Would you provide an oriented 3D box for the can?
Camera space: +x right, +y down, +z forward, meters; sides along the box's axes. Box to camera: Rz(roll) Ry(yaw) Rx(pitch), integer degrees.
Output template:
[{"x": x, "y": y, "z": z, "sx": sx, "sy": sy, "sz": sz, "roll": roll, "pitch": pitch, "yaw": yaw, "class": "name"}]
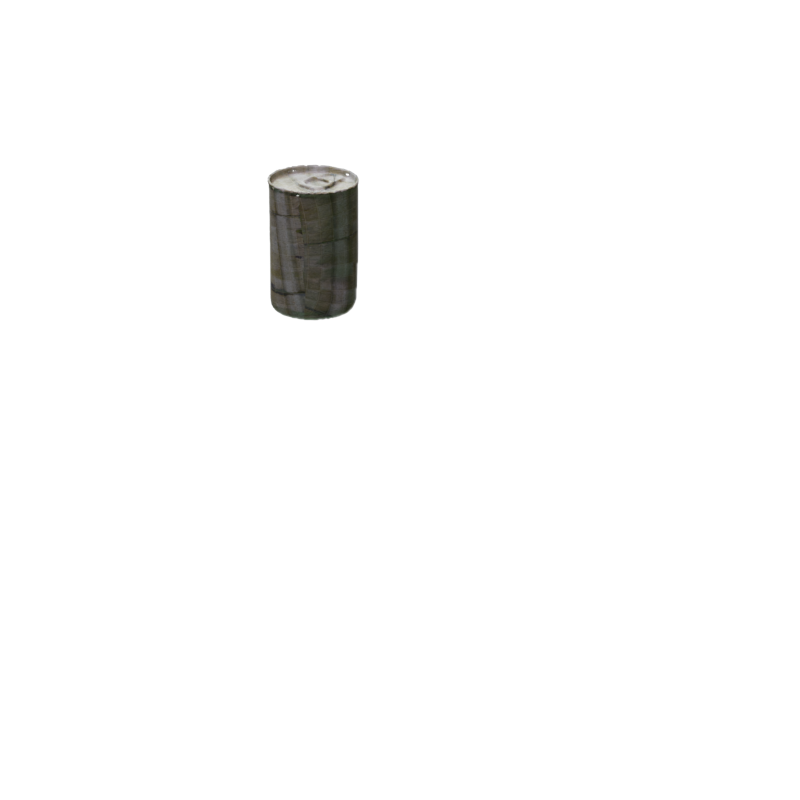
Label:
[{"x": -0.066, "y": -0.120, "z": 0.842, "sx": 0.068, "sy": 0.097, "sz": 0.072, "roll": 0, "pitch": 24, "yaw": -2, "class": "can"}]
